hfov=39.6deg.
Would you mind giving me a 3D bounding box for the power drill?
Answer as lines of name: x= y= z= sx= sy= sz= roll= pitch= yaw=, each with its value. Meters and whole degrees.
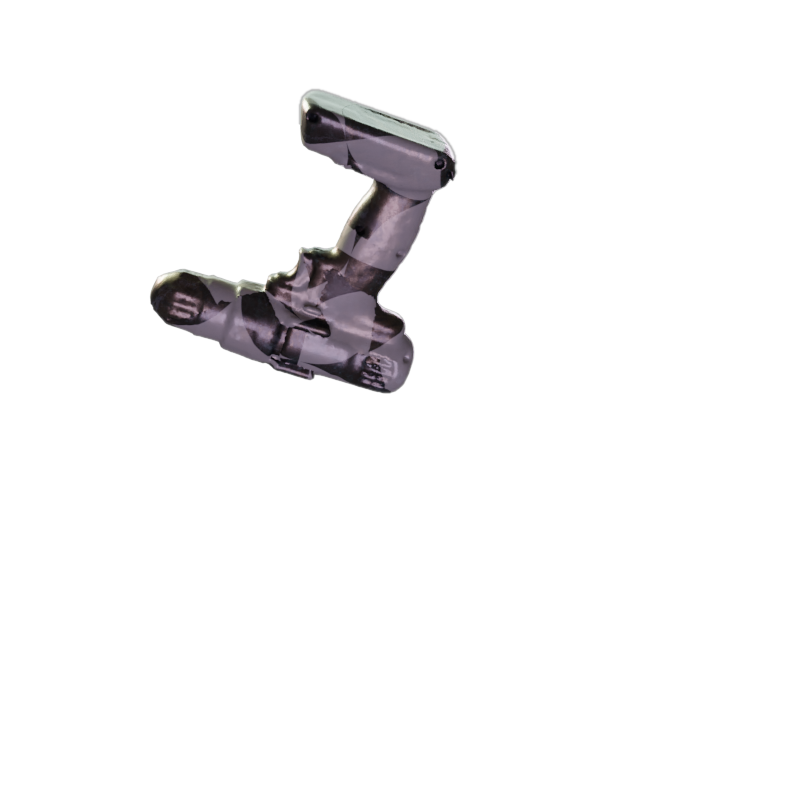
power drill: x=-0.057 y=-0.105 z=0.733 sx=0.181 sy=0.181 sz=0.061 roll=17 pitch=24 yaw=-9
